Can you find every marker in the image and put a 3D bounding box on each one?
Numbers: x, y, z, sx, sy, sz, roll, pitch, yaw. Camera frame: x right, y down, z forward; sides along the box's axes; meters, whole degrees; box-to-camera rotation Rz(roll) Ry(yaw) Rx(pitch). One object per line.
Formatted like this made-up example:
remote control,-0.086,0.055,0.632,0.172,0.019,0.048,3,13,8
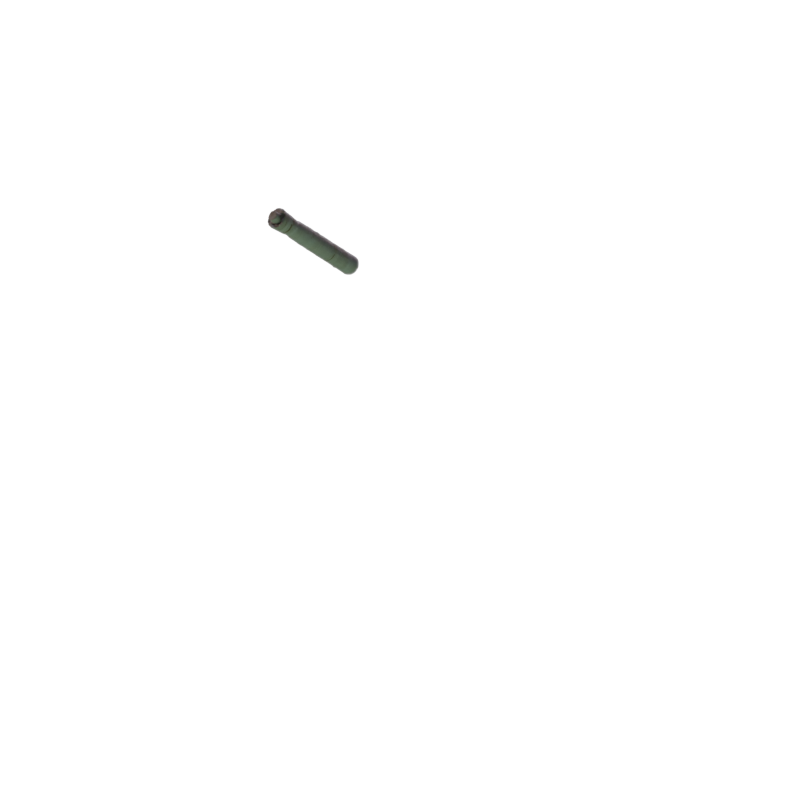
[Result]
marker,-0.077,-0.141,0.990,0.021,0.020,0.113,3,-15,37
